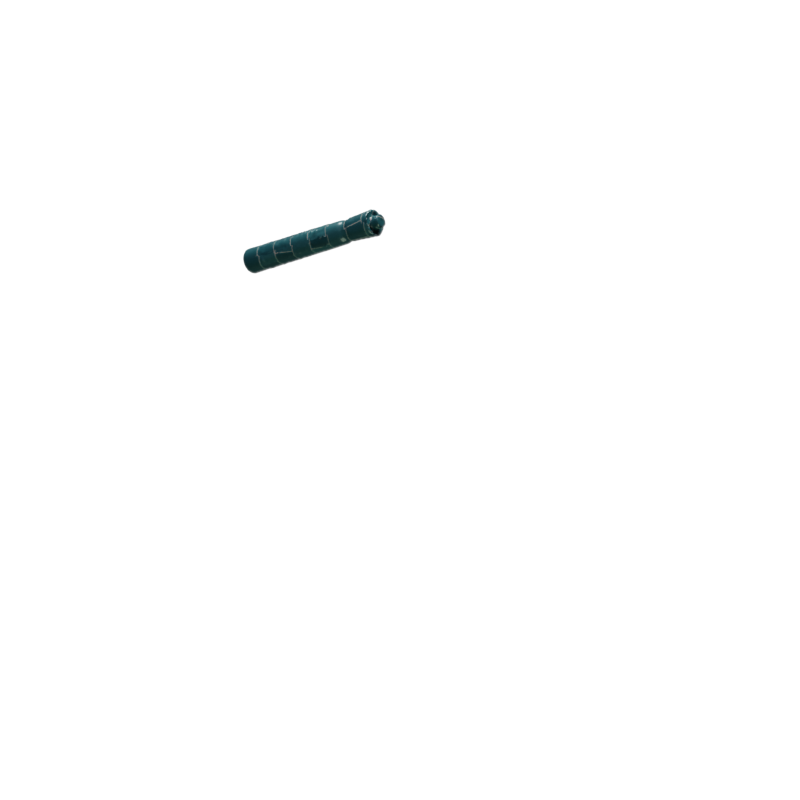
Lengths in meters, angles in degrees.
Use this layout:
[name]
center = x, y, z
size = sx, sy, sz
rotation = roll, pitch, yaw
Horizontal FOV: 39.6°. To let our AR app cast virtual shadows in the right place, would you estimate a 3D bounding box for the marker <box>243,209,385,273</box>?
[marker]
center = -0.061, -0.111, 0.778
size = 0.123, 0.020, 0.019
rotation = -11, -3, 37
